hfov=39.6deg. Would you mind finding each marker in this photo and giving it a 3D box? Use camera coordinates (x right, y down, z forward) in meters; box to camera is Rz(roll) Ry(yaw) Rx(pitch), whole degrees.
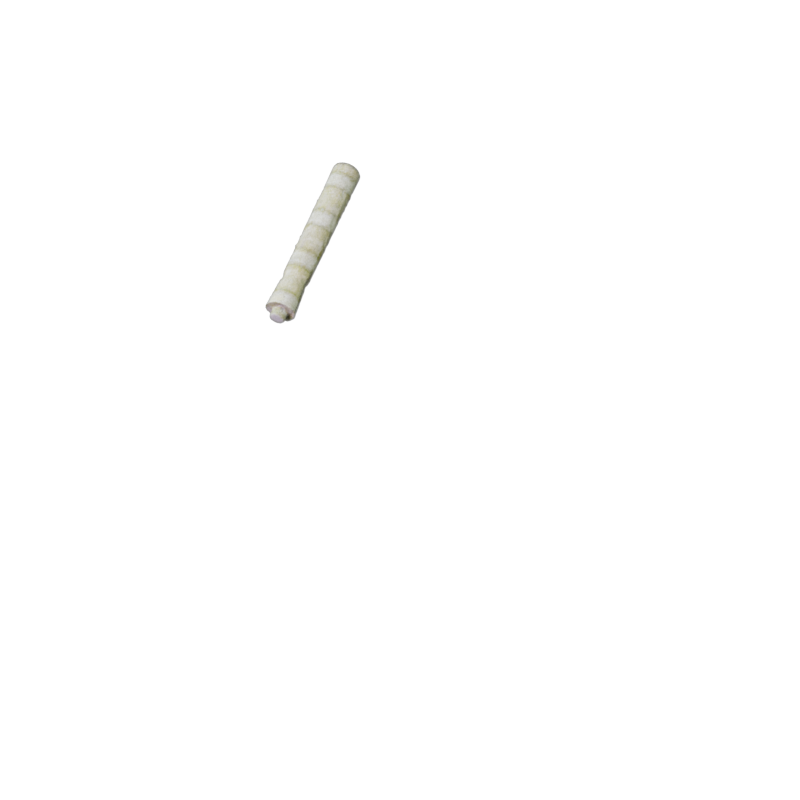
[{"bbox_3d":[-0.053,-0.097,0.682,0.020,0.127,0.018,16,-33,8],"label":"marker"}]
